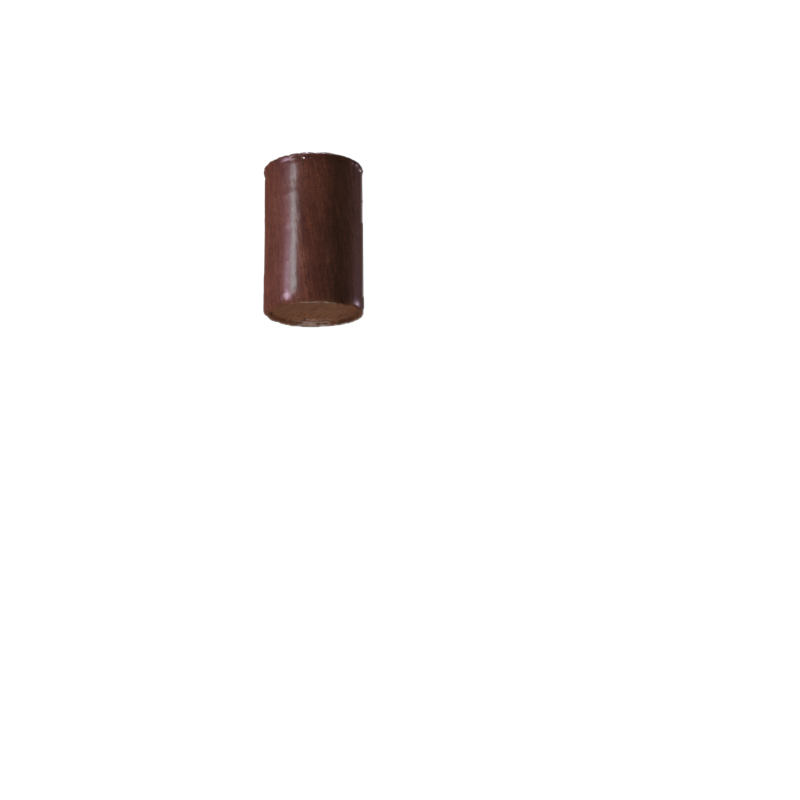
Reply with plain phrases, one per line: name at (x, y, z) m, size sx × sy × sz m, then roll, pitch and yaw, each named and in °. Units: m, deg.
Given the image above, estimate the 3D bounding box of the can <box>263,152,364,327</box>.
can at (-0.058, -0.106, 0.741) m, size 0.068 × 0.106 × 0.066 m, roll 0°, pitch -16°, yaw -2°
